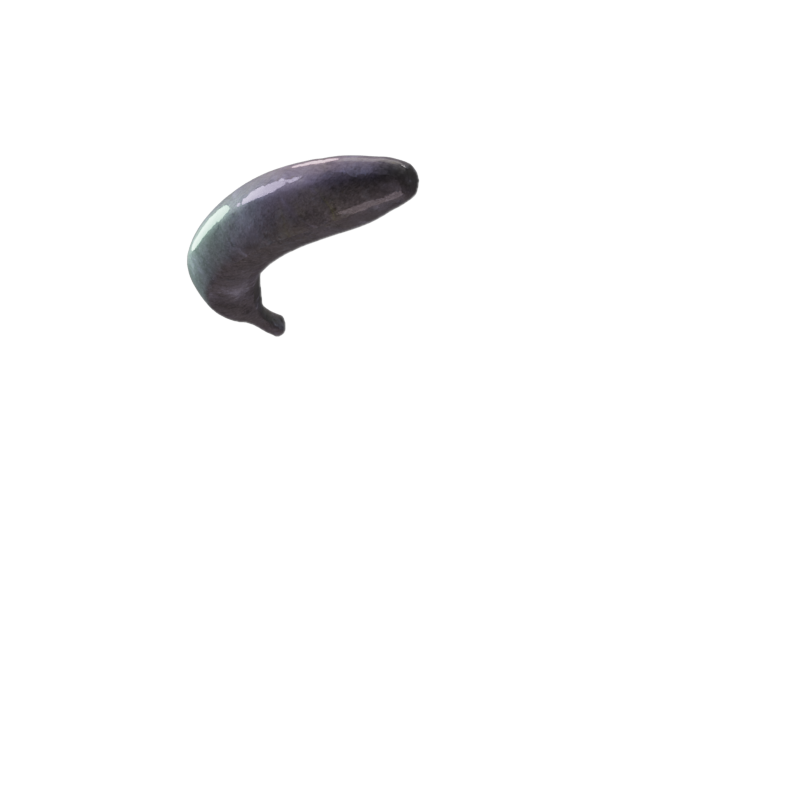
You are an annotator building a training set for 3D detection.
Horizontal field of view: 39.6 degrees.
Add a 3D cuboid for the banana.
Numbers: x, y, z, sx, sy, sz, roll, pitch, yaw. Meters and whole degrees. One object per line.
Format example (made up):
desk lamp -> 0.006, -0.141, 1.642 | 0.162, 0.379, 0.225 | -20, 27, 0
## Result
banana -> -0.060, -0.075, 0.522 | 0.067, 0.038, 0.195 | 6, -15, -21
